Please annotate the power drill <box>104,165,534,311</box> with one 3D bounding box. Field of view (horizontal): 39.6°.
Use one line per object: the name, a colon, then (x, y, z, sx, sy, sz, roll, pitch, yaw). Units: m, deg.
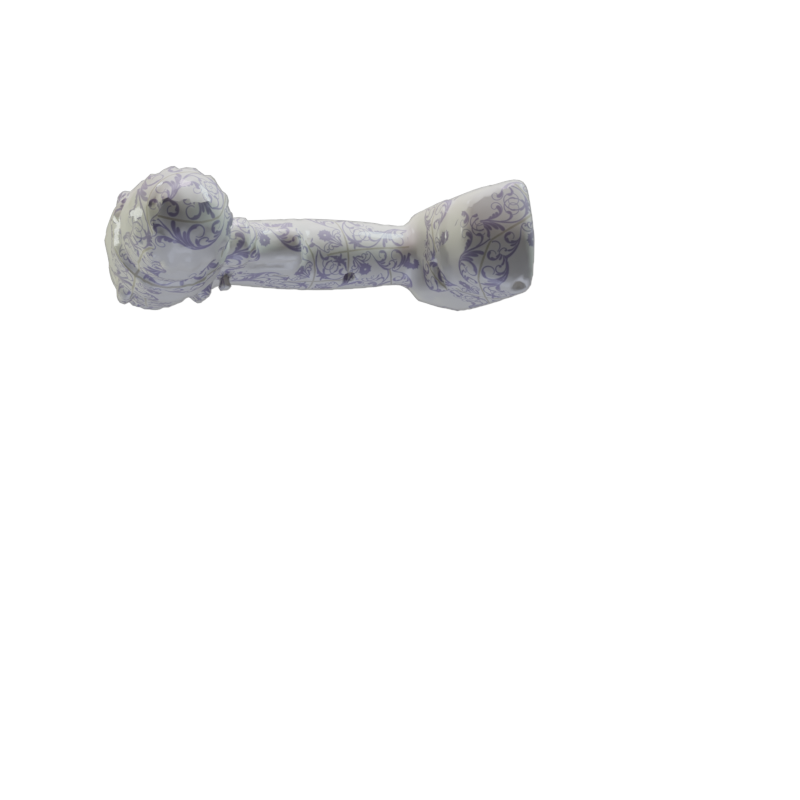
power drill: (-0.040, -0.072, 0.505, 0.184, 0.058, 0.187, 0, 1, -15)
